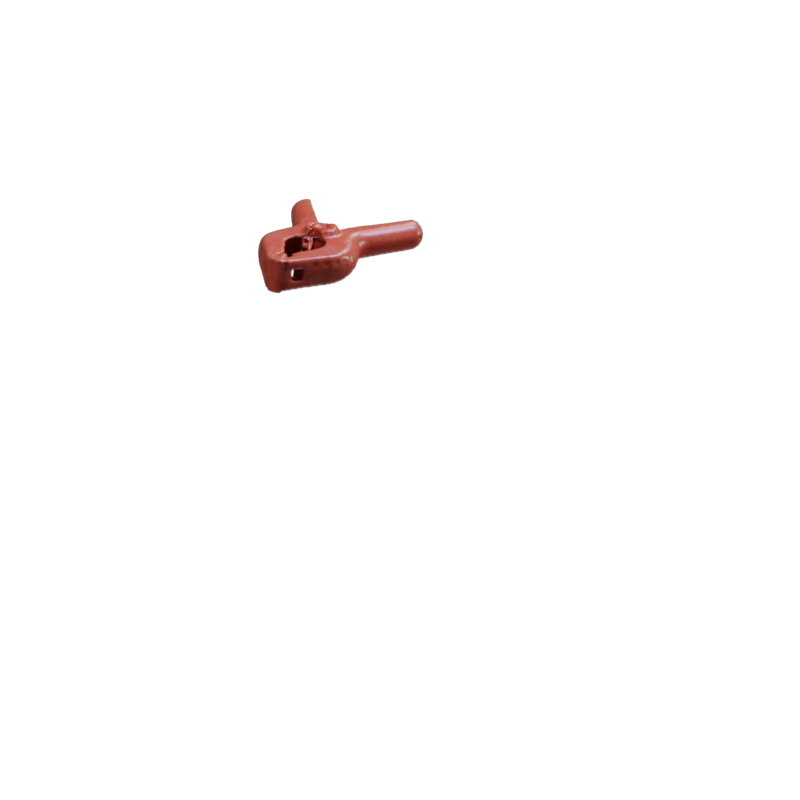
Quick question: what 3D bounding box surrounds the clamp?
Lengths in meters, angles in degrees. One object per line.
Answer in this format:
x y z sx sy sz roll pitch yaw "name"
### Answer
-0.071 -0.129 0.907 0.126 0.038 0.170 13 24 30 "clamp"
